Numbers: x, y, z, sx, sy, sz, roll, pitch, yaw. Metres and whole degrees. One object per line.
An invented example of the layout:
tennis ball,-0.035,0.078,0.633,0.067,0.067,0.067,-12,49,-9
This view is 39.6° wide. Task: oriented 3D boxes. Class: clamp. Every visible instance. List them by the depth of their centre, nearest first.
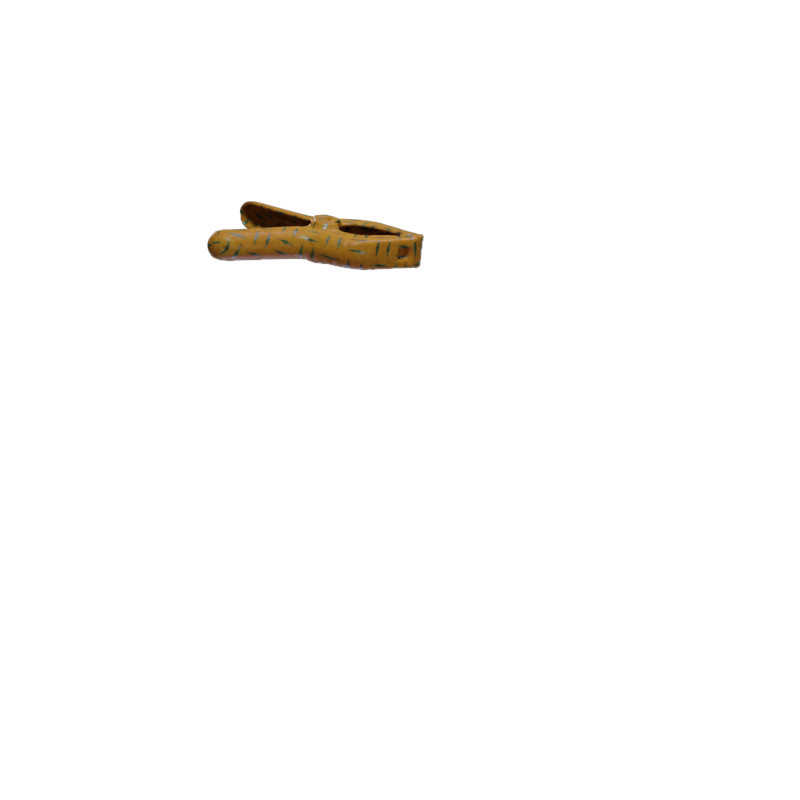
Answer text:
clamp,-0.071,-0.129,0.903,0.176,0.037,0.123,9,29,16
